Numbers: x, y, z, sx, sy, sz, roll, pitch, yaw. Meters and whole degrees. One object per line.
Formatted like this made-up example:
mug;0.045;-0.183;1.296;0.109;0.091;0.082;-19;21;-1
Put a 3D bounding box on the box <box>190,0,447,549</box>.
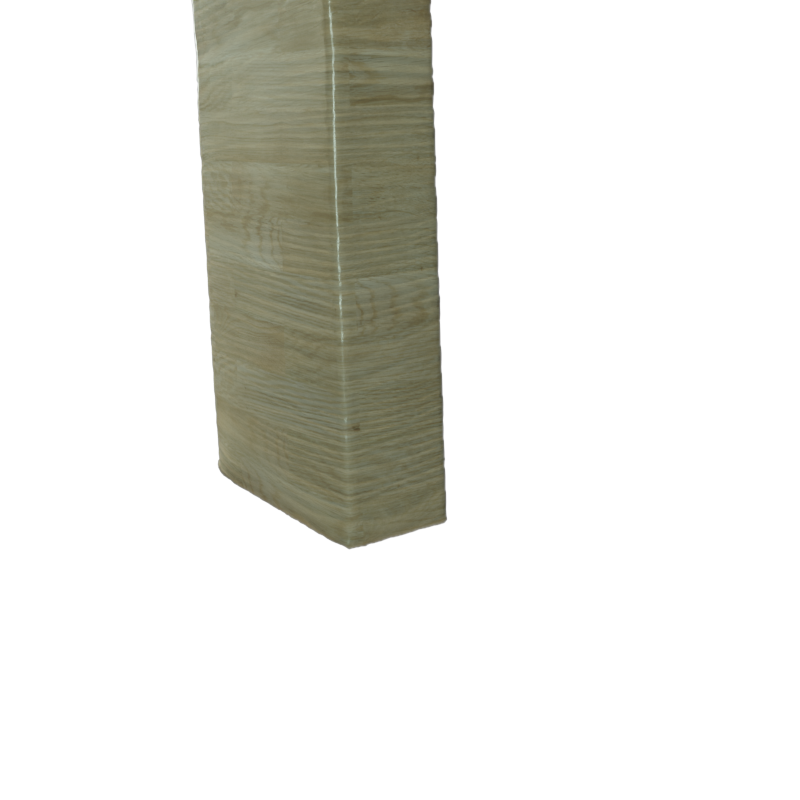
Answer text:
box;-0.028;-0.053;0.369;0.046;0.173;0.098;-4;9;-34
